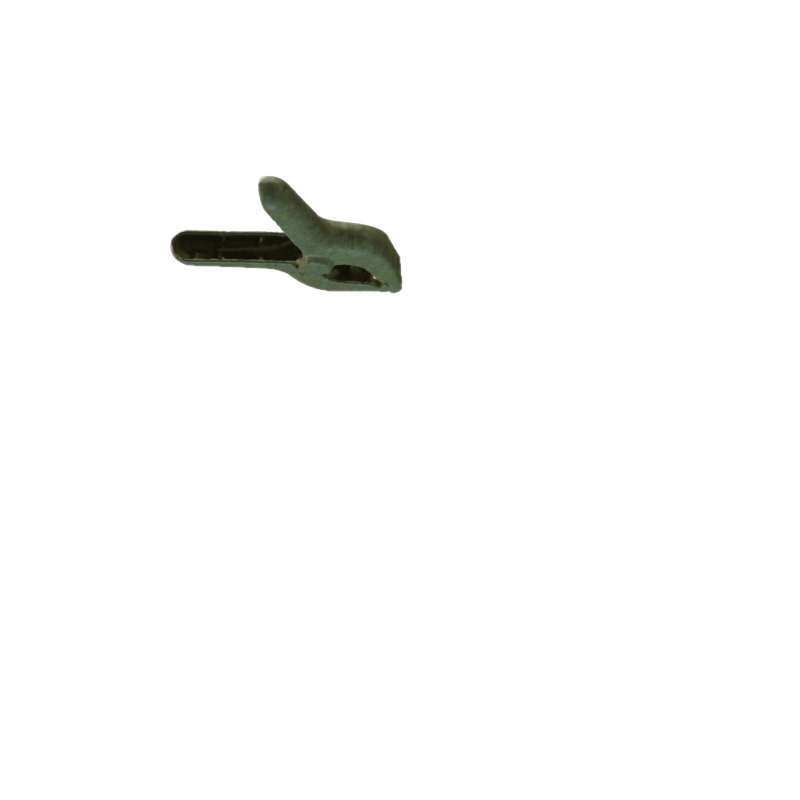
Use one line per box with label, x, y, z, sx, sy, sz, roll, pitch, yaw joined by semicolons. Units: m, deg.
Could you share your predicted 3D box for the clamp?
clamp;-0.060;-0.110;0.770;0.164;0.041;0.121;7;-14;-30
